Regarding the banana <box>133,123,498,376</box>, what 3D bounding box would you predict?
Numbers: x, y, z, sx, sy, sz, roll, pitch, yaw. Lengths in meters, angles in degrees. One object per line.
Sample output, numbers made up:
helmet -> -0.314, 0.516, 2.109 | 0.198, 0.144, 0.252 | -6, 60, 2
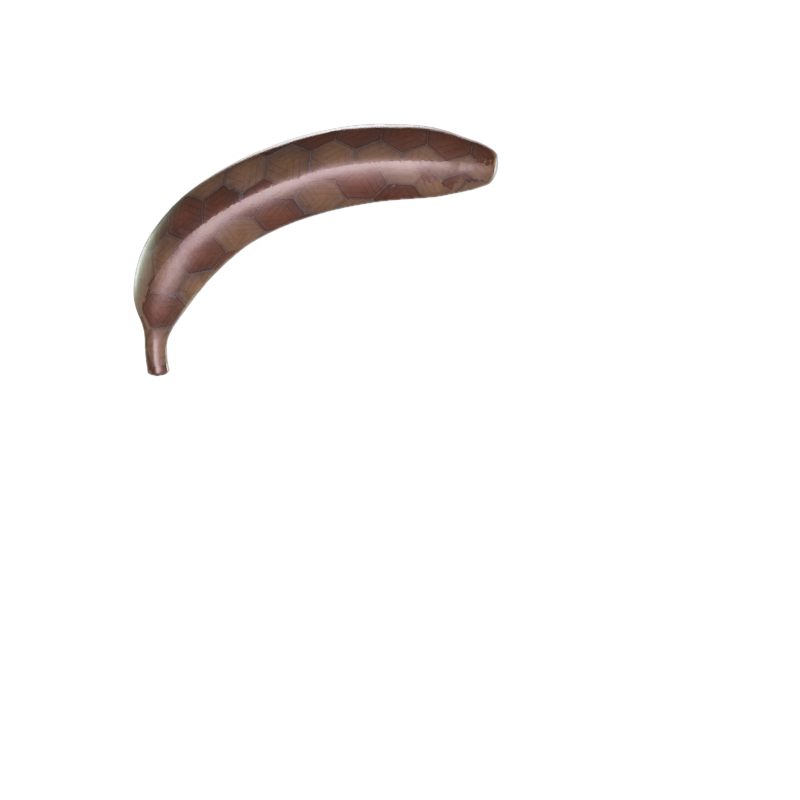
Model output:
banana -> -0.054, -0.087, 0.522 | 0.197, 0.066, 0.039 | -28, 24, 13
